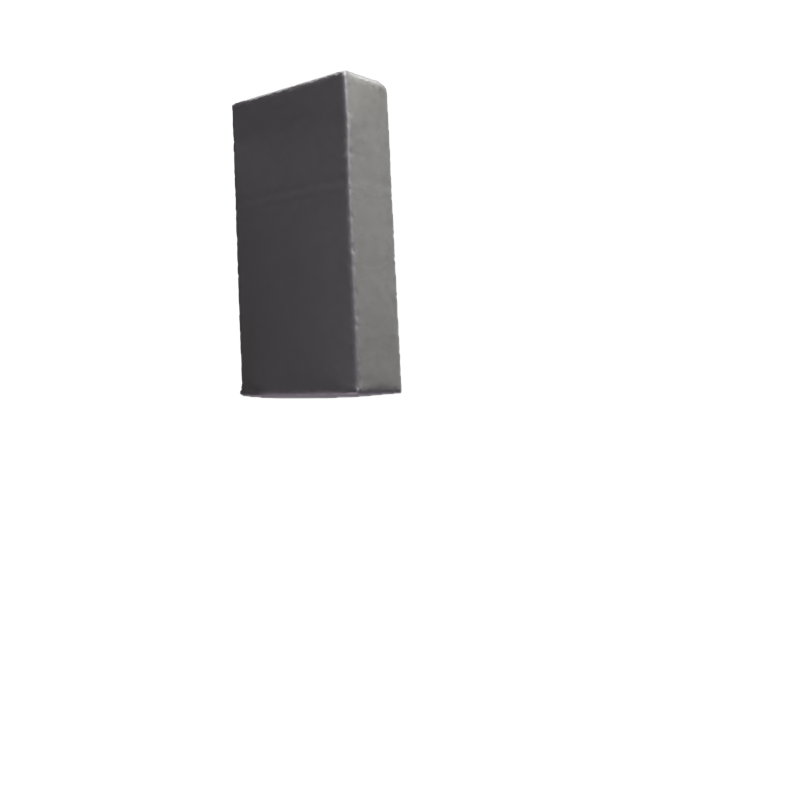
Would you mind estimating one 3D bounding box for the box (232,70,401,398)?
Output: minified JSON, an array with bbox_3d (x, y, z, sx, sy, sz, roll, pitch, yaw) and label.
[{"bbox_3d":[-0.049,-0.090,0.633,0.096,0.180,0.046,-7,-11,40],"label":"box"}]
